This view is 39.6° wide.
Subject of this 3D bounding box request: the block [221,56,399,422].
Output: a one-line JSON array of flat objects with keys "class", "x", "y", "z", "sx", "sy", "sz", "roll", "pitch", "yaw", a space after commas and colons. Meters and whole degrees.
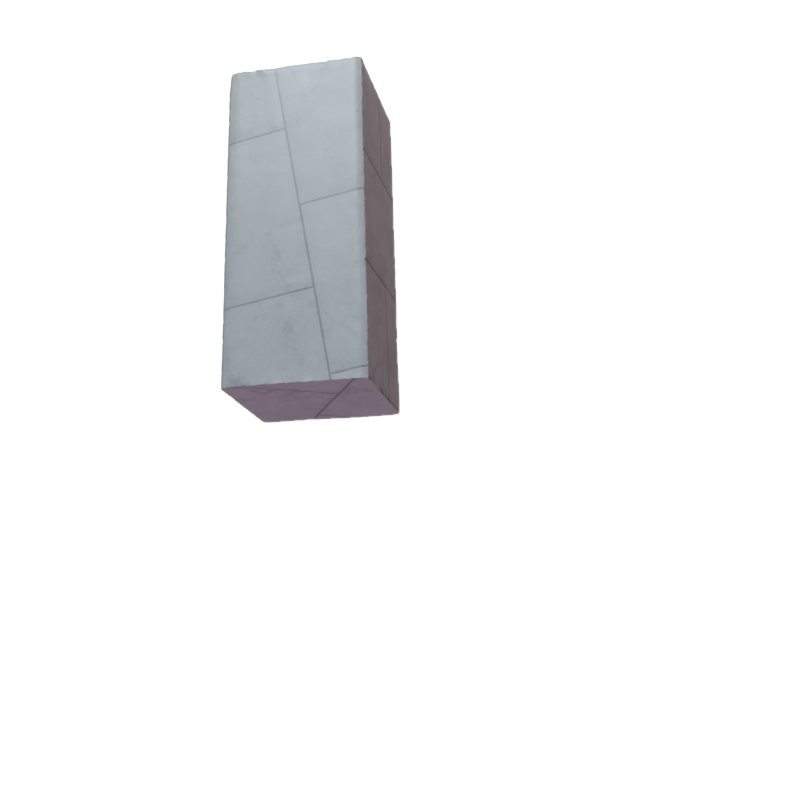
[{"class": "block", "x": -0.055, "y": -0.099, "z": 0.696, "sx": 0.091, "sy": 0.217, "sz": 0.085, "roll": -6, "pitch": -21, "yaw": 11}]
